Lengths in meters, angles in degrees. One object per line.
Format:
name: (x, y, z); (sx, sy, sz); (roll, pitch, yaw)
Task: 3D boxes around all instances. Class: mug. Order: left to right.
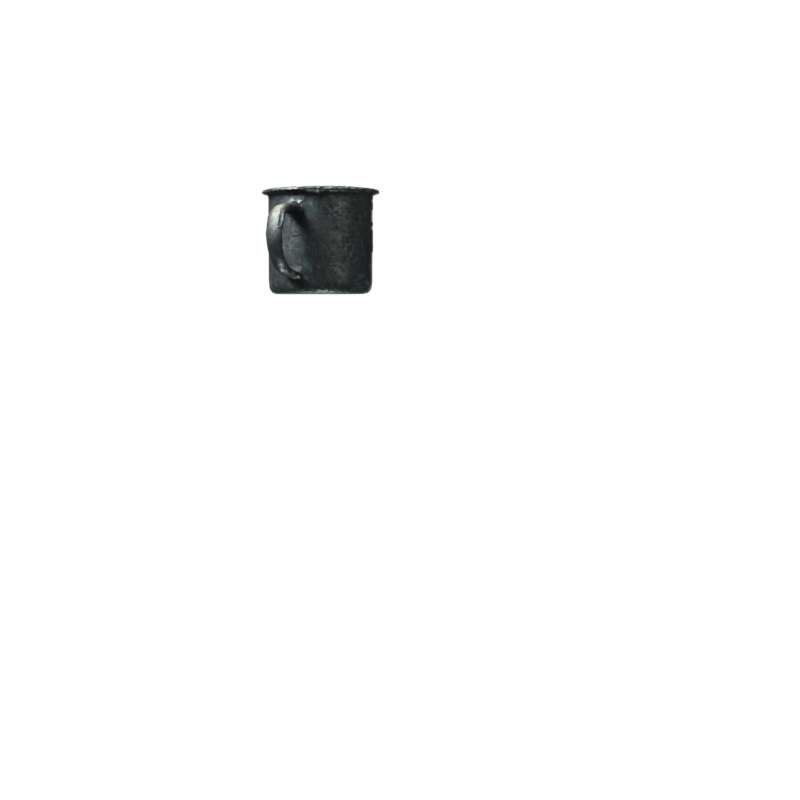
mug: (-0.067, -0.123, 0.861); (0.096, 0.082, 0.114); (1, 3, 26)
